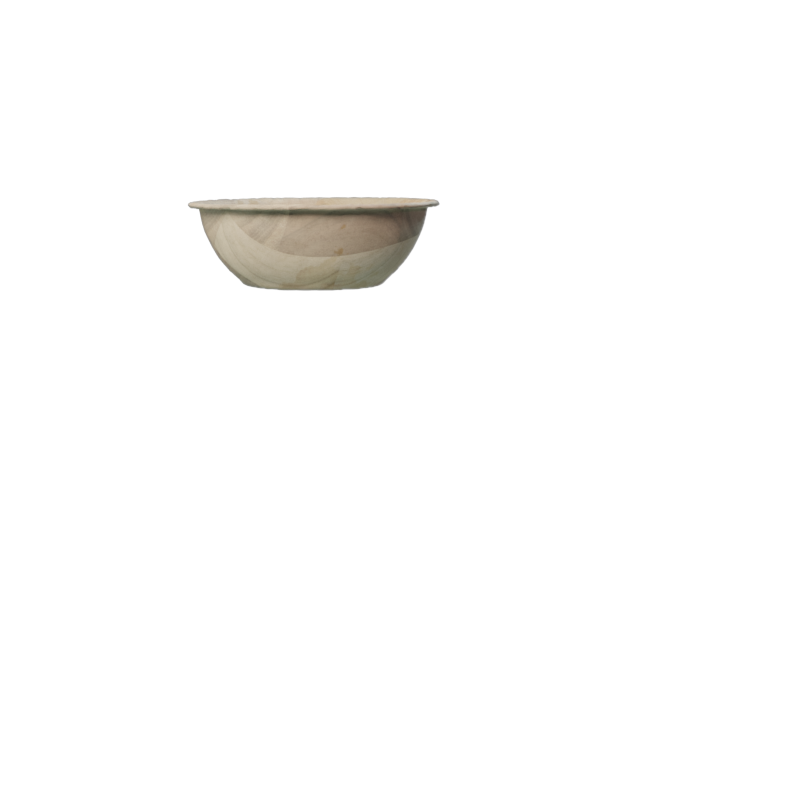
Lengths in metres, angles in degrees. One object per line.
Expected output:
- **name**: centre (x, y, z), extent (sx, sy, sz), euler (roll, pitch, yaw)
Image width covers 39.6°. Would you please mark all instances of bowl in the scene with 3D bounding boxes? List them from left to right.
- **bowl**: centre (-0.056, -0.103, 0.719), extent (0.162, 0.054, 0.165), euler (0, 11, -2)
